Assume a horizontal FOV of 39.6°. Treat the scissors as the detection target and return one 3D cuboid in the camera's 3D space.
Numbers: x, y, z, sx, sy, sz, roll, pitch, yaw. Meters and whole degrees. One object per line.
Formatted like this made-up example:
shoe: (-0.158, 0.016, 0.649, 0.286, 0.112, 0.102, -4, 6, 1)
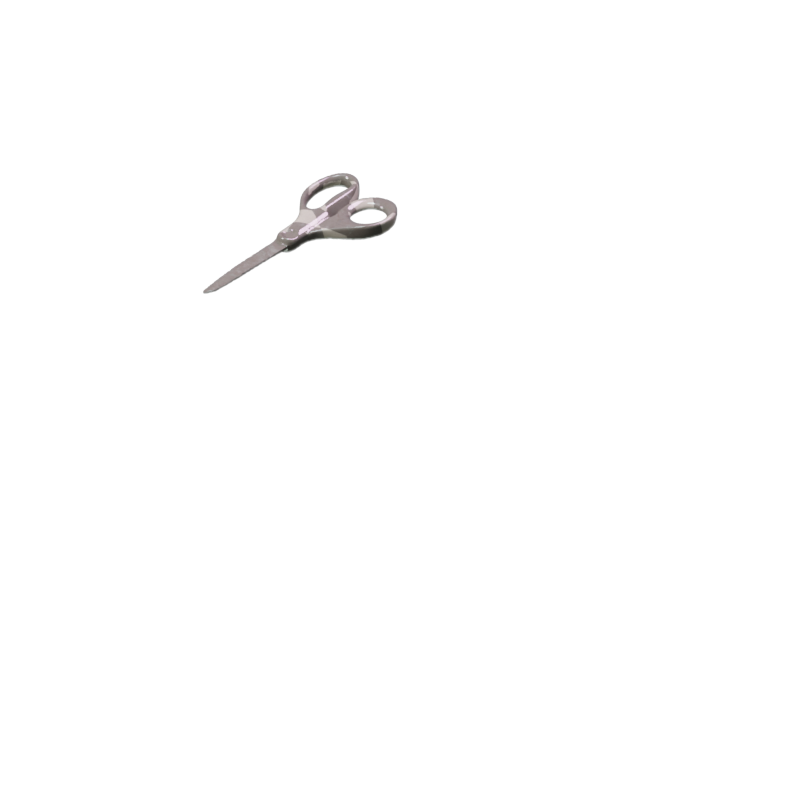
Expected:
scissors: (-0.073, -0.133, 0.931, 0.100, 0.015, 0.209, 16, 44, 17)
